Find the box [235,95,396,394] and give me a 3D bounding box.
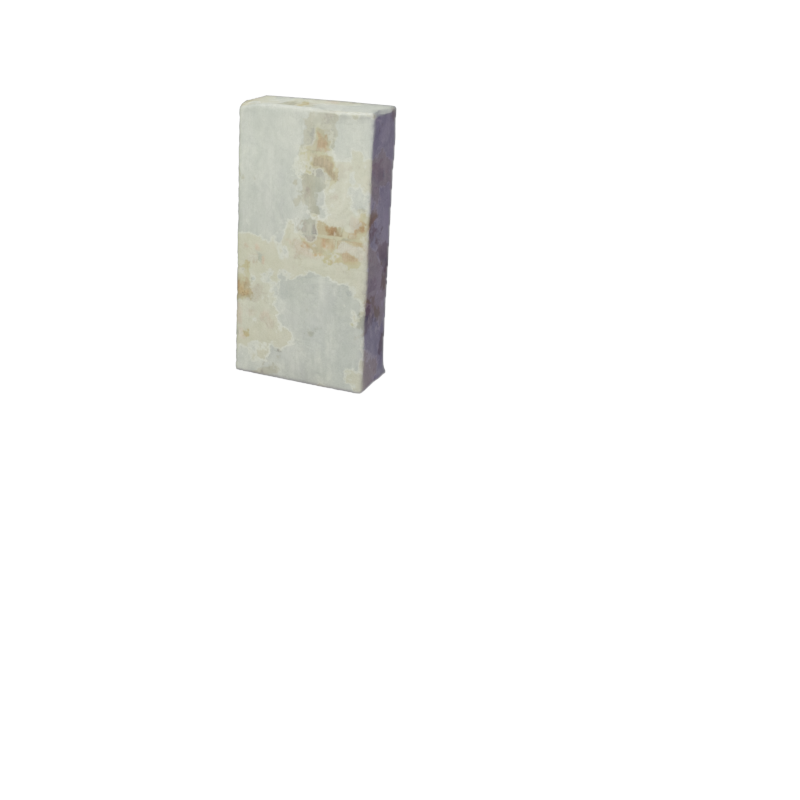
[{"bbox_3d":[-0.055,-0.100,0.698,0.097,0.170,0.048,9,18,23],"label":"box"}]
